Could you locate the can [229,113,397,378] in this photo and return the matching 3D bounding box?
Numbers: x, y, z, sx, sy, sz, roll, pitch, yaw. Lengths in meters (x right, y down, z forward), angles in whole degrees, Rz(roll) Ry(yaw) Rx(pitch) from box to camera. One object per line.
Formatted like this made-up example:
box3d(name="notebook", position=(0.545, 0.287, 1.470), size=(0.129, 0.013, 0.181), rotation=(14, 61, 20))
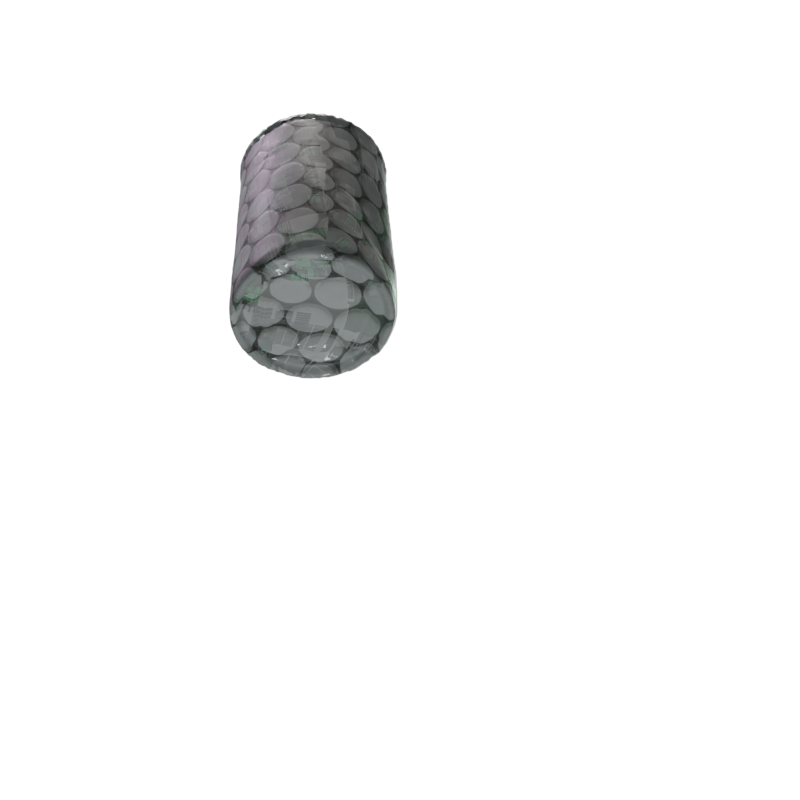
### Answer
box3d(name="can", position=(-0.037, -0.068, 0.475), size=(0.068, 0.064, 0.110), rotation=(-1, 41, -3))
